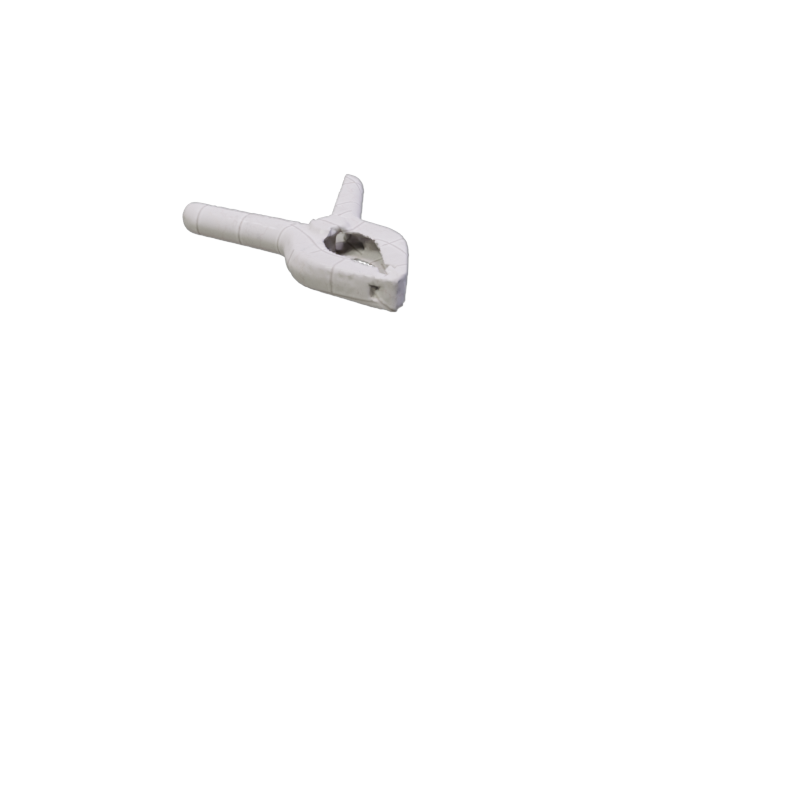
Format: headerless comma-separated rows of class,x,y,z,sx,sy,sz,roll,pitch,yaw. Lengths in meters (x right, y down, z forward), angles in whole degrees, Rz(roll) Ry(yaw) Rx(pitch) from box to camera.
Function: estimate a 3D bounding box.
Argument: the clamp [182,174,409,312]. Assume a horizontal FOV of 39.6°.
clamp,-0.067,-0.122,0.857,0.162,0.034,0.226,-13,33,-21
